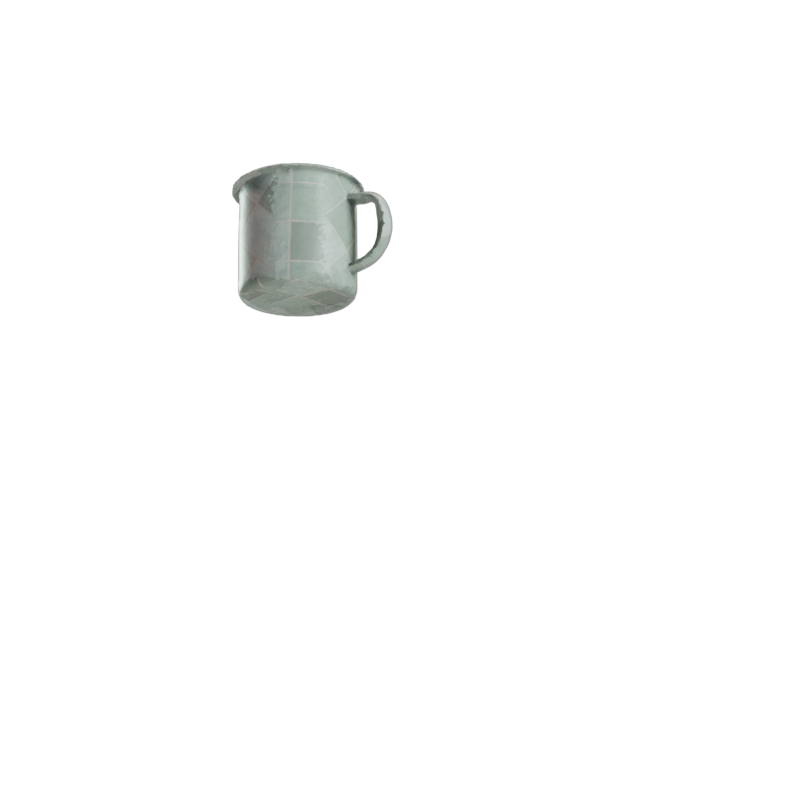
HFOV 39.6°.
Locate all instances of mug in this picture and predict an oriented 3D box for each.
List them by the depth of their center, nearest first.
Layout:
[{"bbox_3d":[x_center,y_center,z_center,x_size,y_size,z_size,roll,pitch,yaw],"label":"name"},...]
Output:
[{"bbox_3d":[-0.059,-0.108,0.759,0.119,0.085,0.087,-8,-19,23],"label":"mug"}]
